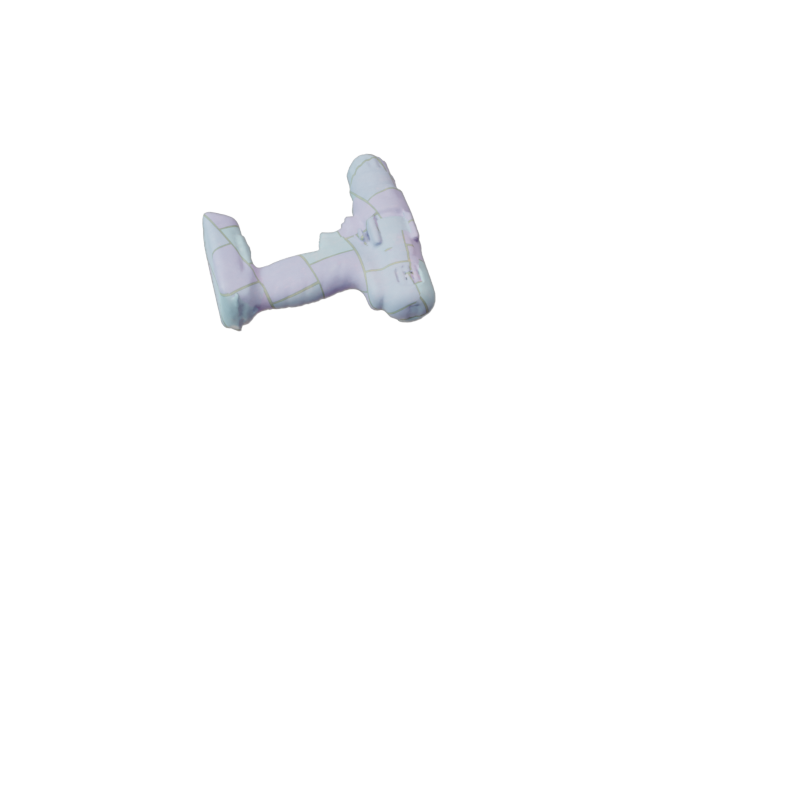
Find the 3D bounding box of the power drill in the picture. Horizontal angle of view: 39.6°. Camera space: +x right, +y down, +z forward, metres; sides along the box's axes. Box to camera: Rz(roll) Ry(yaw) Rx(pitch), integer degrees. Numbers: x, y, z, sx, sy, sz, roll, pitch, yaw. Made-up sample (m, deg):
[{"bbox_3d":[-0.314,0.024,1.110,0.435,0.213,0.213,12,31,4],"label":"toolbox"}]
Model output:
[{"bbox_3d":[-0.076,-0.139,0.976,0.186,0.199,0.053,-11,-38,-9],"label":"power drill"}]
